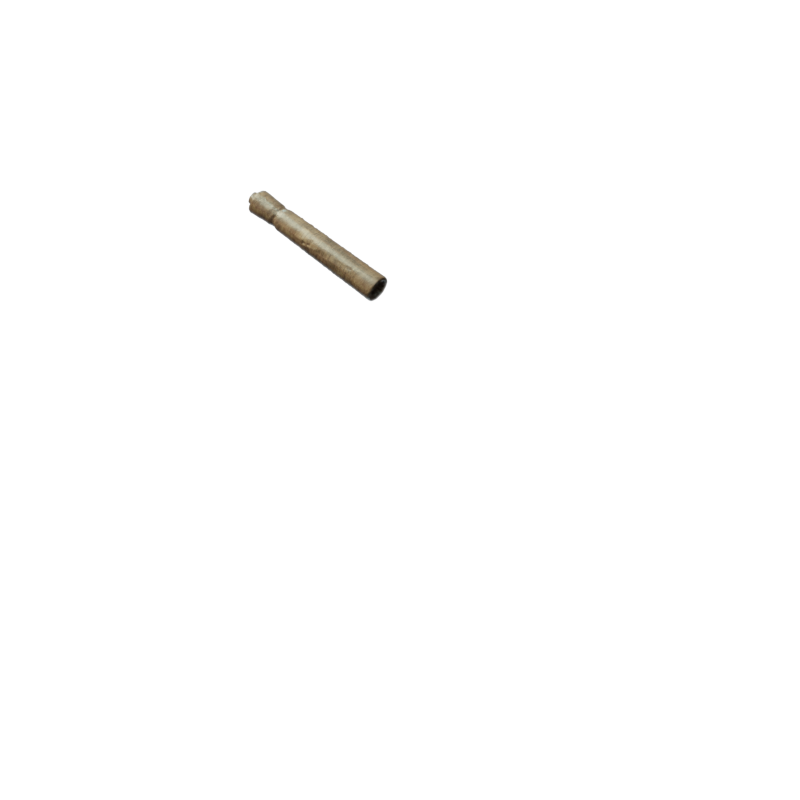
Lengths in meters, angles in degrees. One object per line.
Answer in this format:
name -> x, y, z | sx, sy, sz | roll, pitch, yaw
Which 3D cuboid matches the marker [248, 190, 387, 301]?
marker -> -0.060, -0.109, 0.760 | 0.128, 0.019, 0.019 | 38, 22, 26
